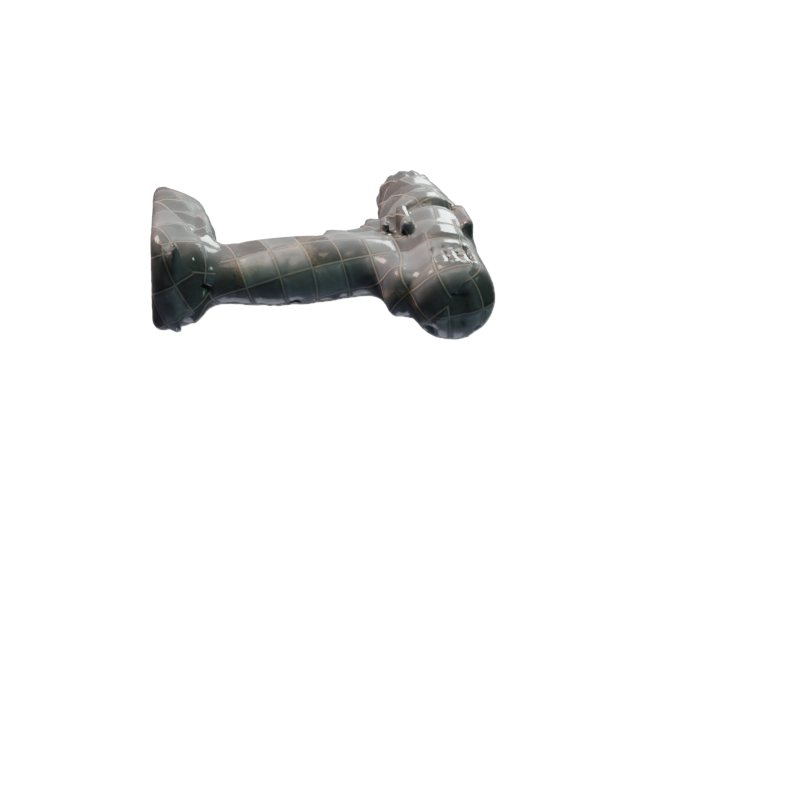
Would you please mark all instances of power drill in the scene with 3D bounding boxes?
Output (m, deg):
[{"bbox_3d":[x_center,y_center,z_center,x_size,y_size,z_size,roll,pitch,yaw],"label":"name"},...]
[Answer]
[{"bbox_3d":[-0.051,-0.092,0.648,0.186,0.054,0.196,-3,27,-6],"label":"power drill"}]
